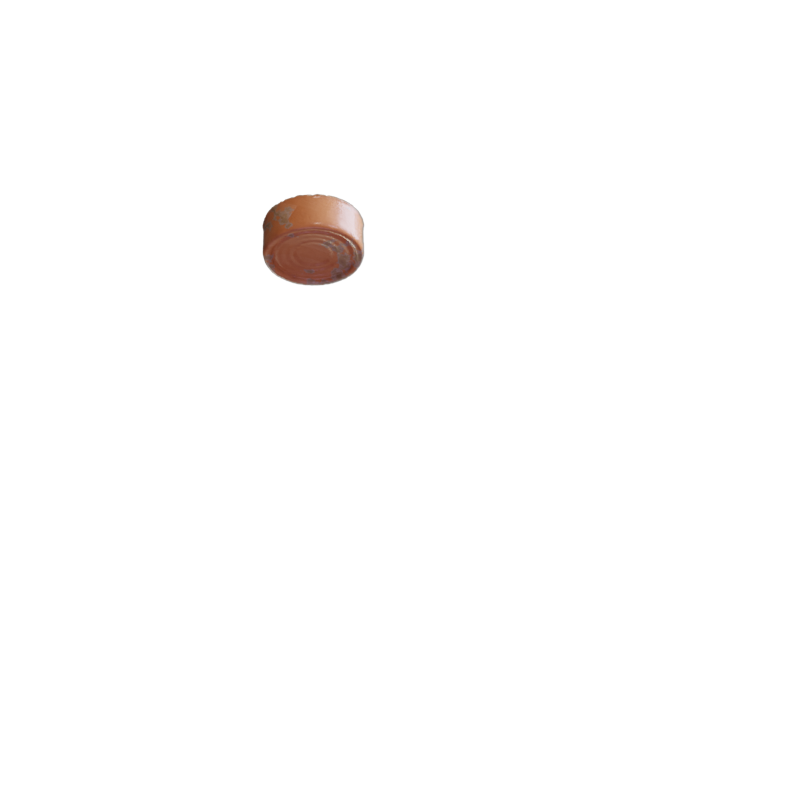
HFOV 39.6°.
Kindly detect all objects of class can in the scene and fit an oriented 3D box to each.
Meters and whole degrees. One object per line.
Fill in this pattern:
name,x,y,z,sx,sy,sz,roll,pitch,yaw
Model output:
can,-0.073,-0.132,0.928,0.086,0.036,0.080,1,-33,-2
